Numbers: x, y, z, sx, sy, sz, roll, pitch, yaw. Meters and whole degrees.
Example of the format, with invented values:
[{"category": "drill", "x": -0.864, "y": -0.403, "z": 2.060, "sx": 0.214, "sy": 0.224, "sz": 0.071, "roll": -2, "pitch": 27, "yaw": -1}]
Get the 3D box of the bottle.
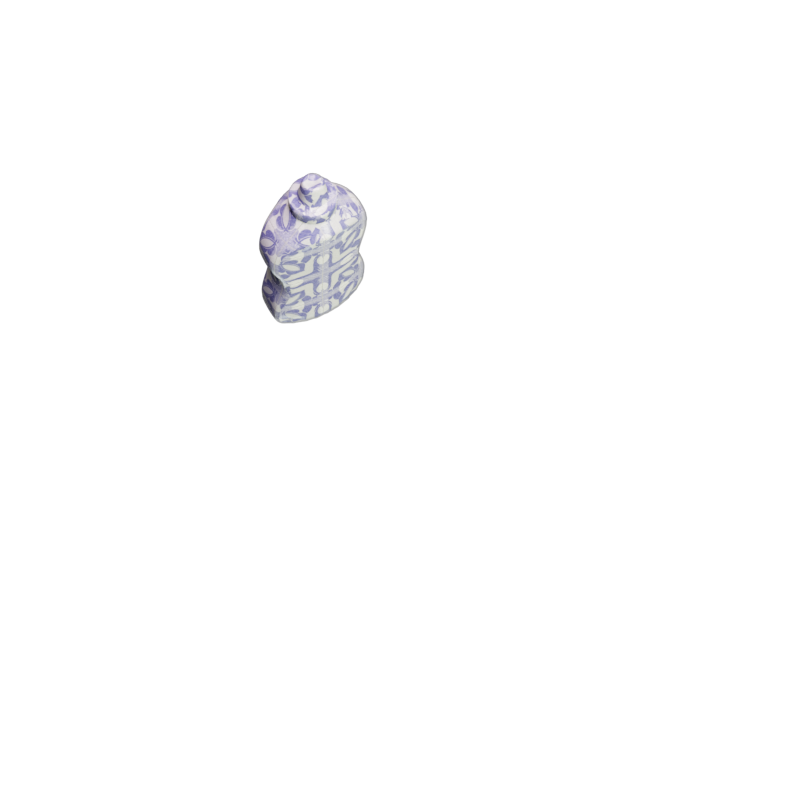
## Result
[{"category": "bottle", "x": -0.075, "y": -0.137, "z": 0.958, "sx": 0.096, "sy": 0.062, "sz": 0.182, "roll": -27, "pitch": -19, "yaw": -14}]
